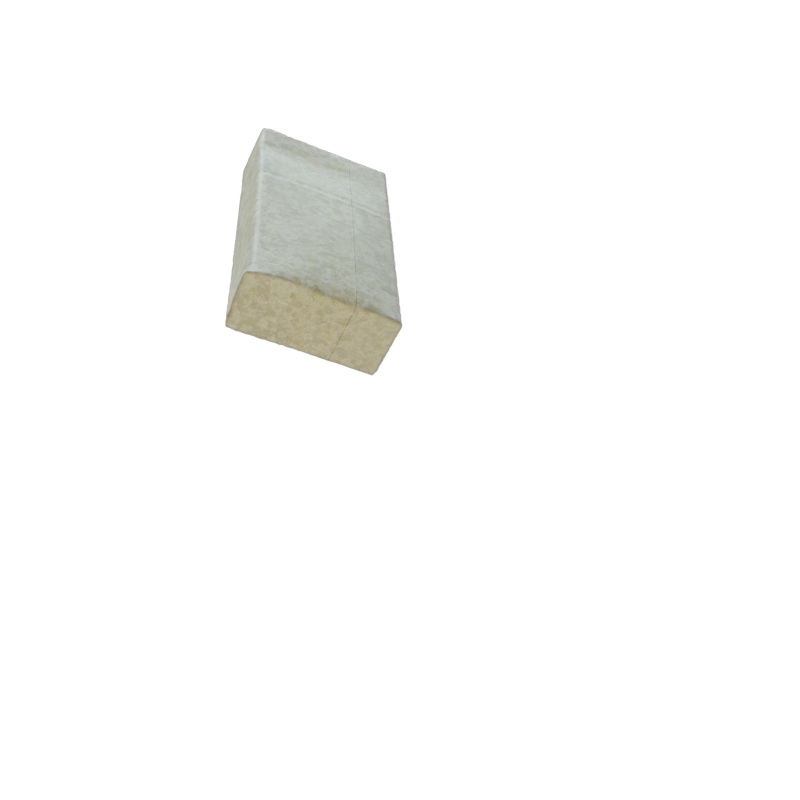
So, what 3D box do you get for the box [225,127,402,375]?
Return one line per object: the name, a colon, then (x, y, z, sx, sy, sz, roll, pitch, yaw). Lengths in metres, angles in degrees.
box: (-0.053, -0.096, 0.678, 0.091, 0.046, 0.188, 18, 32, -15)
